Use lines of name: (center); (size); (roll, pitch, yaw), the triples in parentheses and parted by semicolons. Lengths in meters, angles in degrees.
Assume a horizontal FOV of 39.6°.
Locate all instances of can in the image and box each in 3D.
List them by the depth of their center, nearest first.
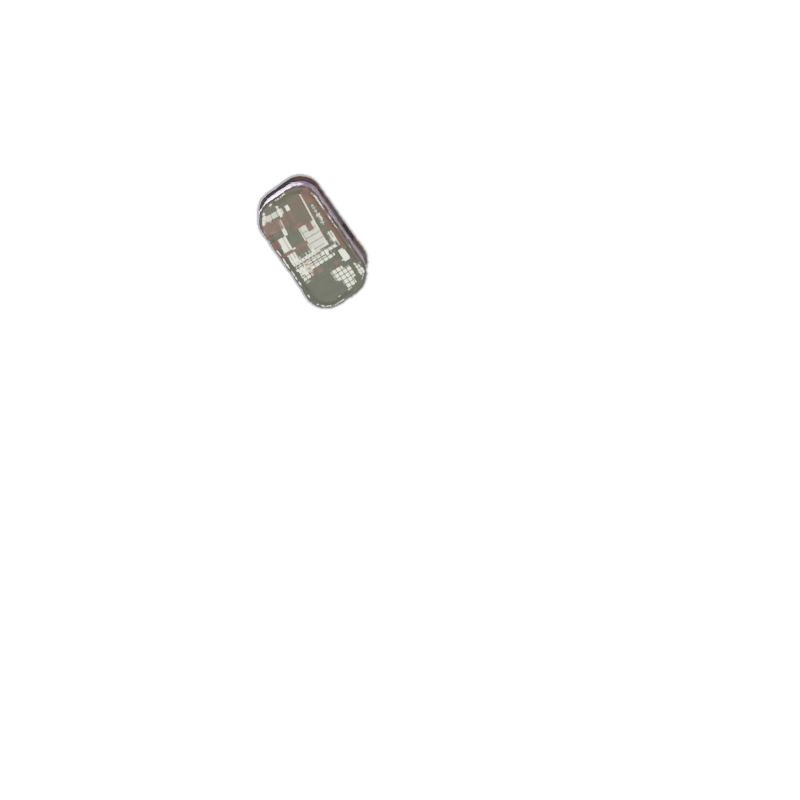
can: (-0.069, -0.125, 0.880); (0.057, 0.100, 0.086); (-35, 9, 4)
